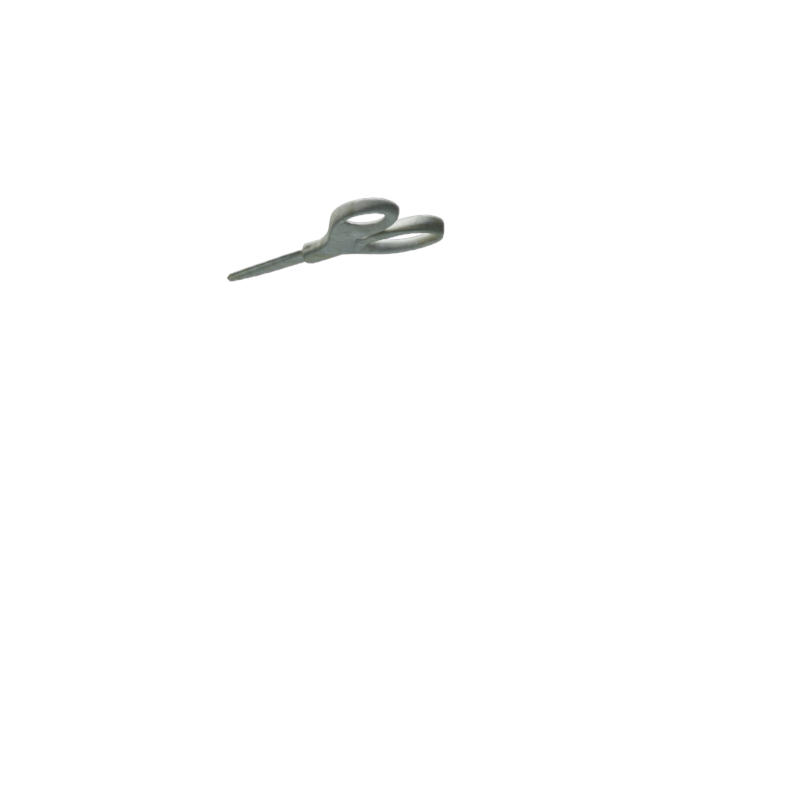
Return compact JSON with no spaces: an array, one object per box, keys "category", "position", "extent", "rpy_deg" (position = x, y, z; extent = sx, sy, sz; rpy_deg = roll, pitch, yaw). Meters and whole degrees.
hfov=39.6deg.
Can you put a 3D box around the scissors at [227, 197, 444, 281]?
[{"category":"scissors","position":[-0.067,-0.122,0.858],"extent":[0.206,0.016,0.090],"rpy_deg":[-6,-17,22]}]
